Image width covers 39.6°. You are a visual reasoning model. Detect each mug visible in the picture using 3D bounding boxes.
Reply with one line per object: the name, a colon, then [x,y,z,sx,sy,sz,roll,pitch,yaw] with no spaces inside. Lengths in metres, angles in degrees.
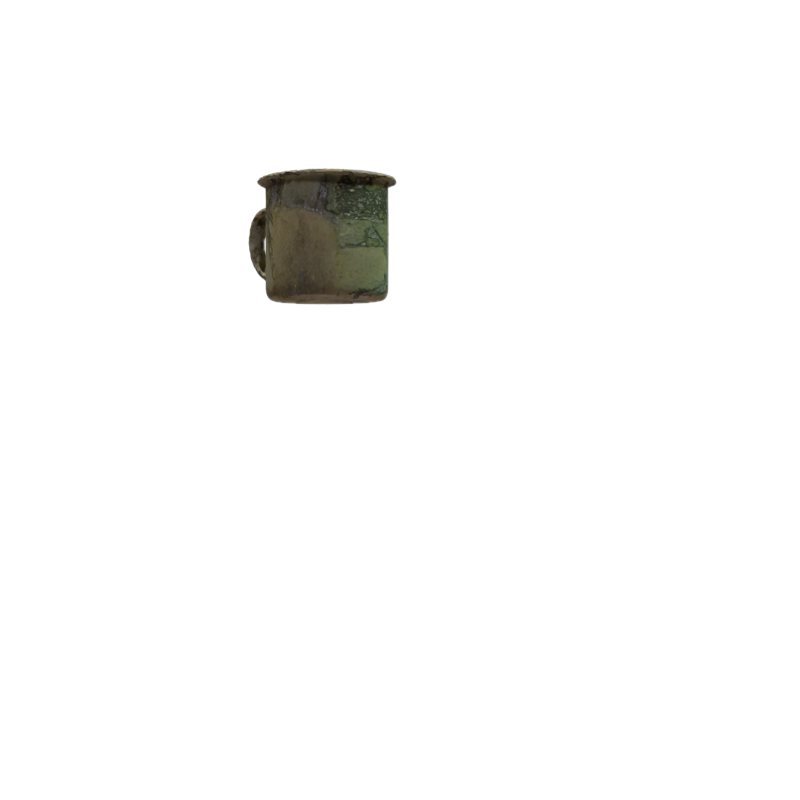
mug: [-0.058,-0.106,0.745,0.121,0.082,0.089,-1,-2,38]
